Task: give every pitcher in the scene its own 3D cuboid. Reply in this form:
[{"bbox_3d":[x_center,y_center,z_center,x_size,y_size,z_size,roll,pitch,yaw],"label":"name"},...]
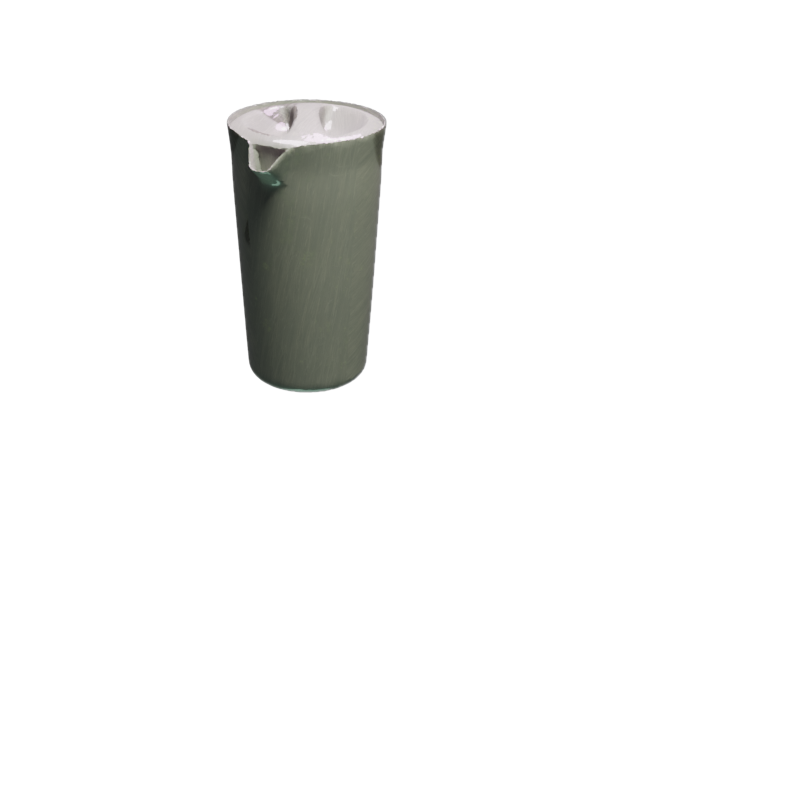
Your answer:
[{"bbox_3d":[-0.076,-0.139,0.977,0.146,0.230,0.155,-9,28,-20],"label":"pitcher"}]
